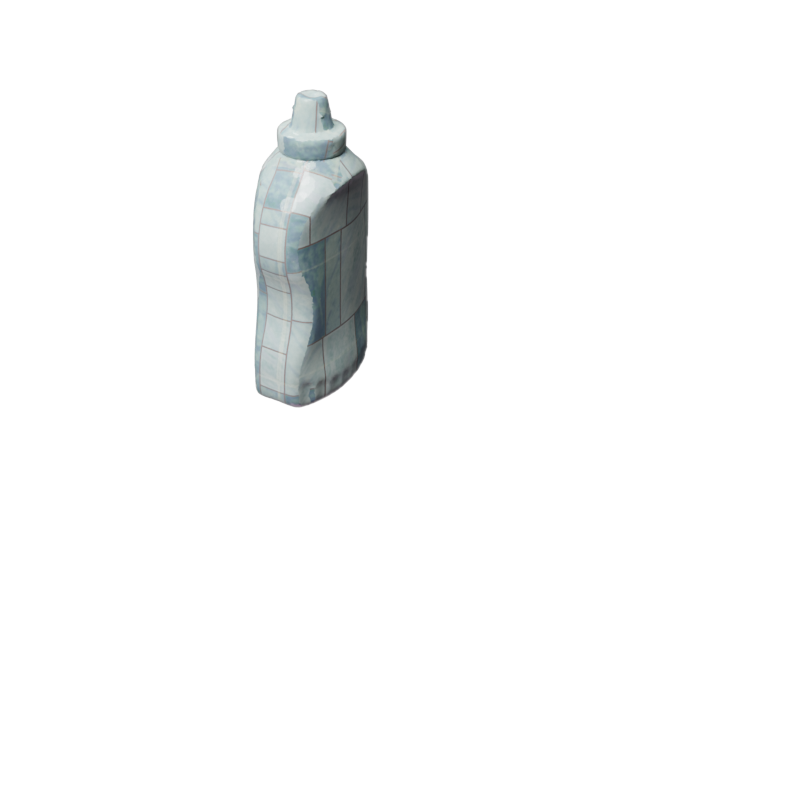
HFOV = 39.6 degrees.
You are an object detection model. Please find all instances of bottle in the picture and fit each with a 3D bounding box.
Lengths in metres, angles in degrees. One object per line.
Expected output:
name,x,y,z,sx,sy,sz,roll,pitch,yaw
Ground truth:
bottle,-0.054,-0.098,0.682,0.061,0.180,0.097,17,34,24
